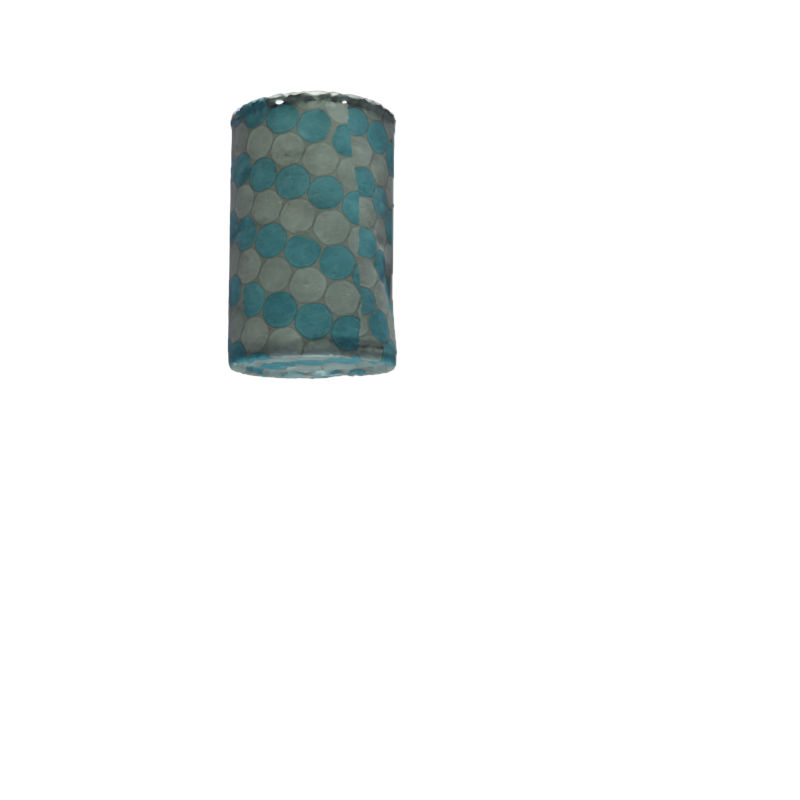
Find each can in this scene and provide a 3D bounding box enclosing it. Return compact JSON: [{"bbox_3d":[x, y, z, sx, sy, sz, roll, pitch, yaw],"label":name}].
[{"bbox_3d":[-0.035,-0.063,0.443,0.068,0.105,0.067,0,-12,-2],"label":"can"}]
